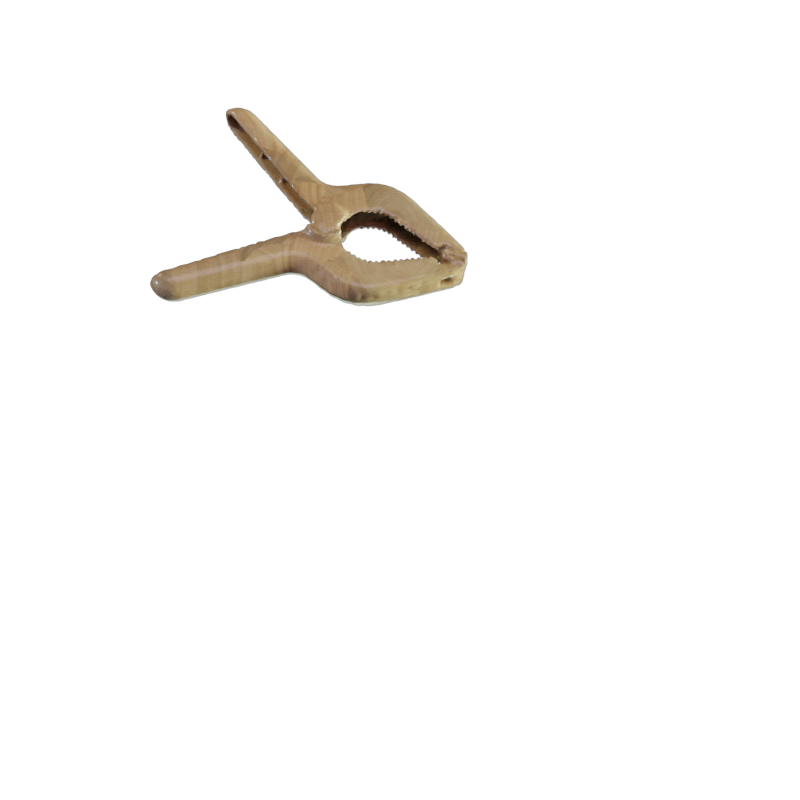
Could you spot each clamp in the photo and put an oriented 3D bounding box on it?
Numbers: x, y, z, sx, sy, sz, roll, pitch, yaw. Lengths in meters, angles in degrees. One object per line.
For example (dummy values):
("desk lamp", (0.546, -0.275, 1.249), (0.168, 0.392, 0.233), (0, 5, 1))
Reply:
("clamp", (-0.061, -0.110, 0.774), (0.215, 0.171, 0.034), (21, -26, 11))
